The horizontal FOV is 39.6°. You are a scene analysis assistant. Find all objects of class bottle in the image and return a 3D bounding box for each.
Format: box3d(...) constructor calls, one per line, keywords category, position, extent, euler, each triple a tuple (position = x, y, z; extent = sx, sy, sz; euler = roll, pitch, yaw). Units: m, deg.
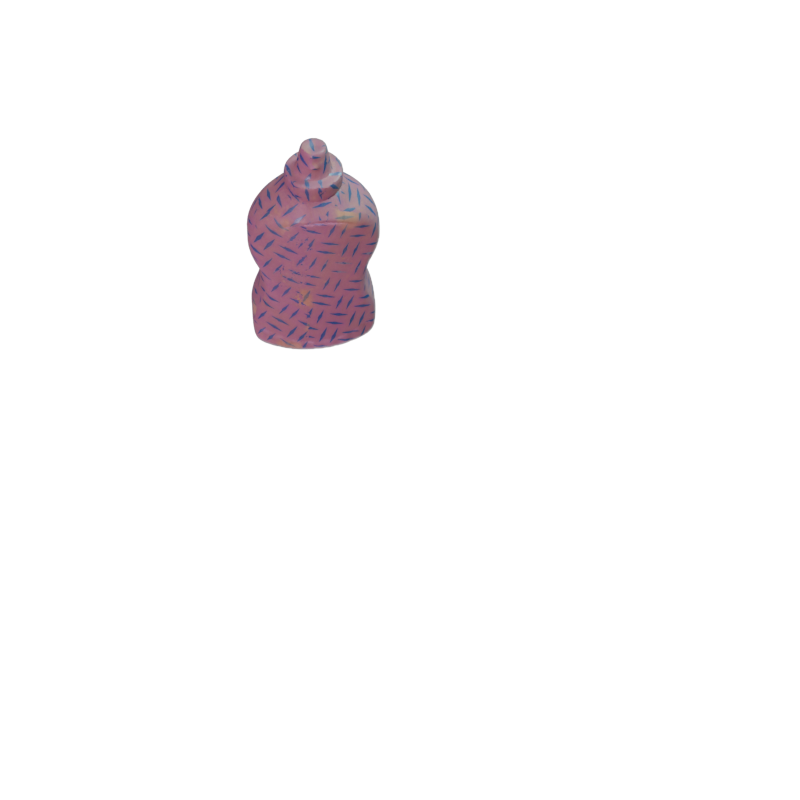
box3d(category="bottle", position=(-0.064, -0.116, 0.814), extent=(0.095, 0.063, 0.179), euler=(-2, -38, -5))
